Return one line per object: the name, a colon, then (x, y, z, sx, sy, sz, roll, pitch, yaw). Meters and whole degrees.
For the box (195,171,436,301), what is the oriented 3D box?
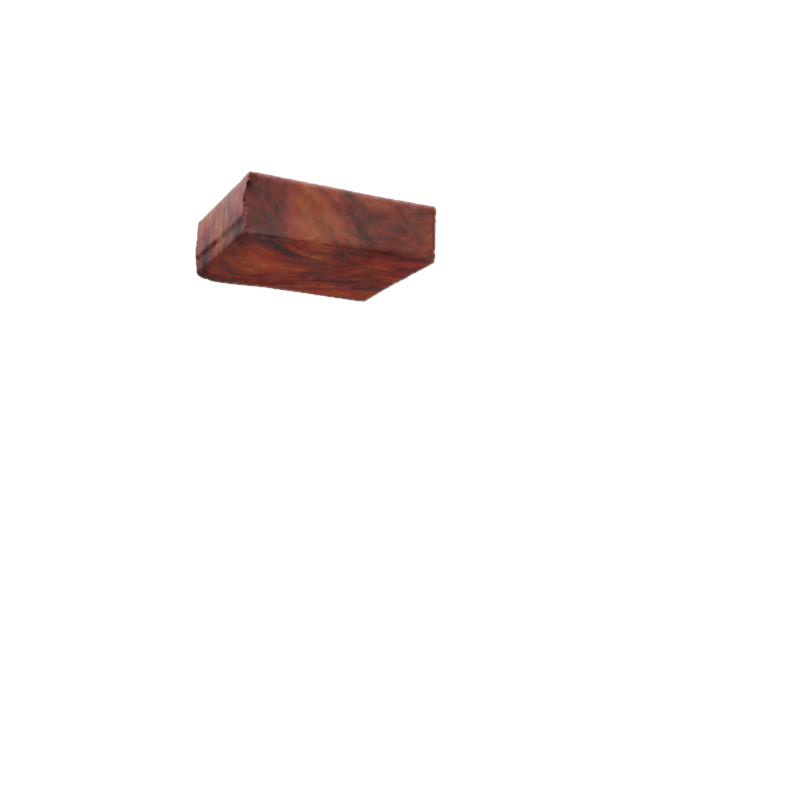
box: (-0.049, -0.089, 0.623, 0.110, 0.040, 0.090, 5, -14, -24)
